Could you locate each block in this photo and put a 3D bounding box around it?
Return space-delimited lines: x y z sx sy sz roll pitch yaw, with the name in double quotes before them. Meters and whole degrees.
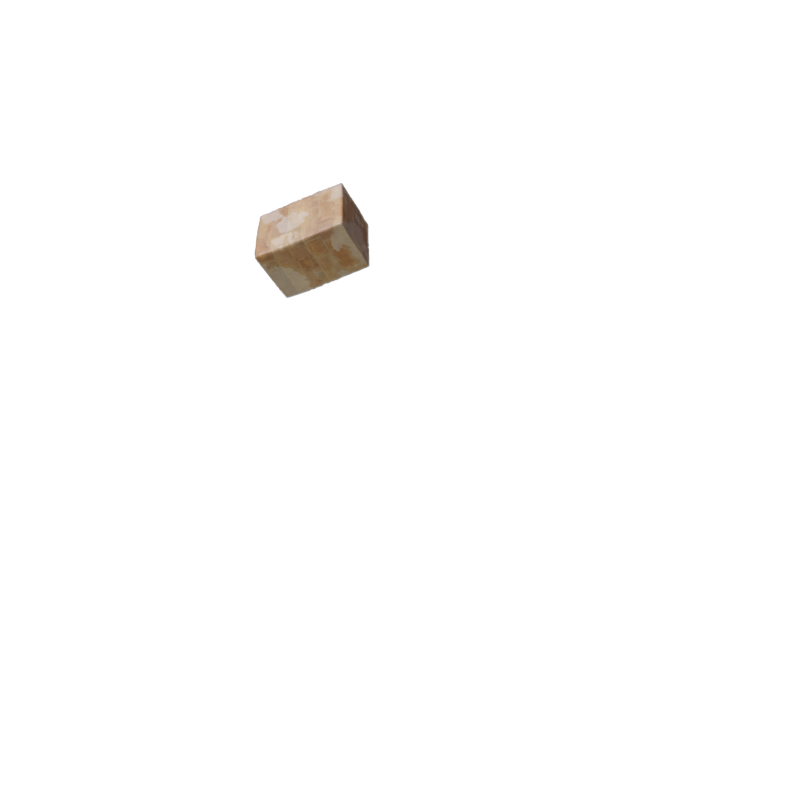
"block" -0.069 -0.127 0.887 0.078 0.055 0.049 -19 -48 17
